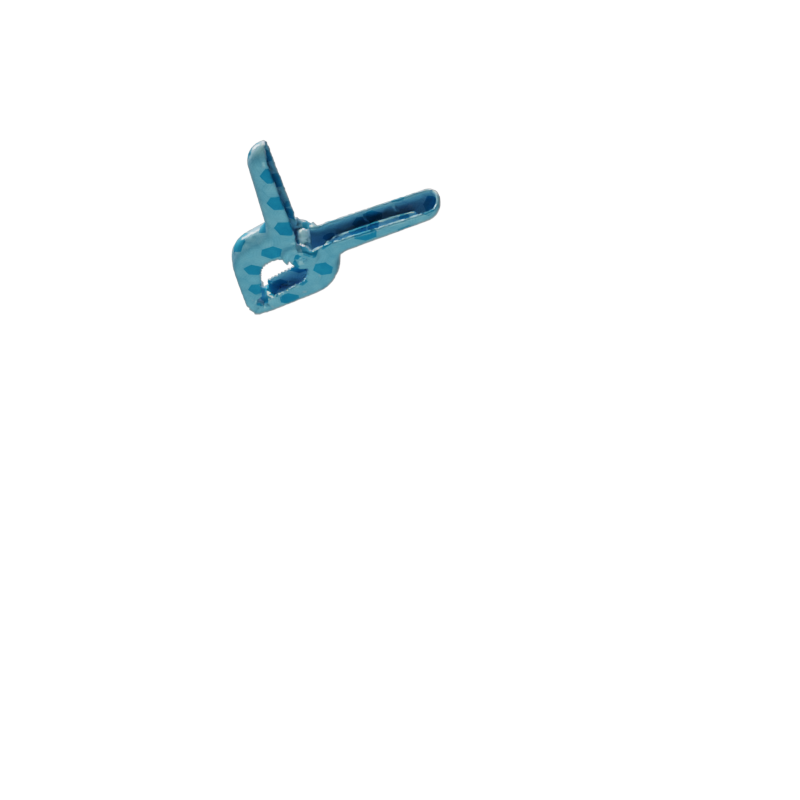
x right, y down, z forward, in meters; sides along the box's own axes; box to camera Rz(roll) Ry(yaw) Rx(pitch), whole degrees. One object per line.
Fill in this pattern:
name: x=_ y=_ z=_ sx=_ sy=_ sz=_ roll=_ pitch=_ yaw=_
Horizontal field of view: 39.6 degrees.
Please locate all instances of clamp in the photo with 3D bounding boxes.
clamp: x=-0.073 y=-0.133 z=0.935 sx=0.160 sy=0.039 sz=0.202 roll=11 pitch=-32 yaw=-18
